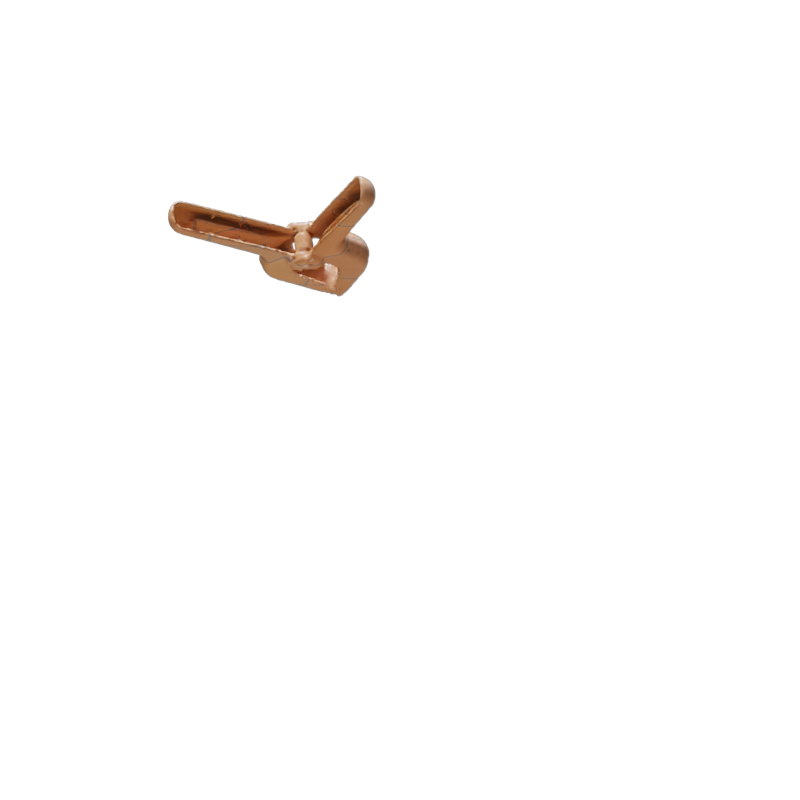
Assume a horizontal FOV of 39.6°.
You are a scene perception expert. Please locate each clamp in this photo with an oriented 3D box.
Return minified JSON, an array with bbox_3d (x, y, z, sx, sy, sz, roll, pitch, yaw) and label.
[{"bbox_3d":[-0.072,-0.131,0.918,0.168,0.038,0.197,-5,-15,21],"label":"clamp"}]
